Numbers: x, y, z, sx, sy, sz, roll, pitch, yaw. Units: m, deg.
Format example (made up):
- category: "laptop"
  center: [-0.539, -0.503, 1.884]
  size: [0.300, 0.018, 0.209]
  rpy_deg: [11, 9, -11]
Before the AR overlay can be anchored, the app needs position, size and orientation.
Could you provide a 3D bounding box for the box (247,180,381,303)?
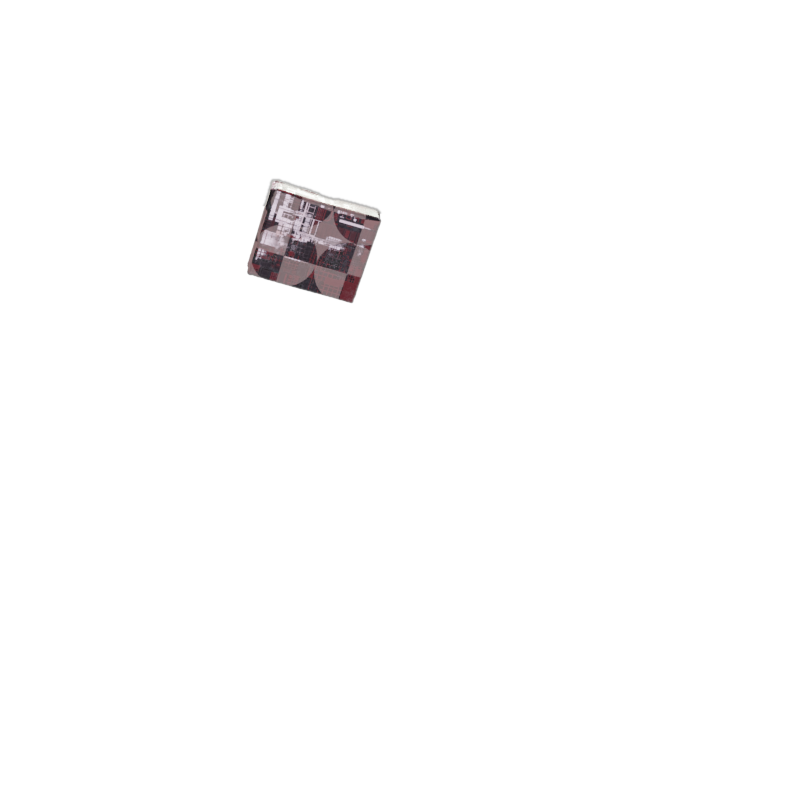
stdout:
- category: "box"
  center: [-0.068, -0.124, 0.866]
  size: [0.088, 0.071, 0.032]
  rpy_deg: [16, 19, -6]
